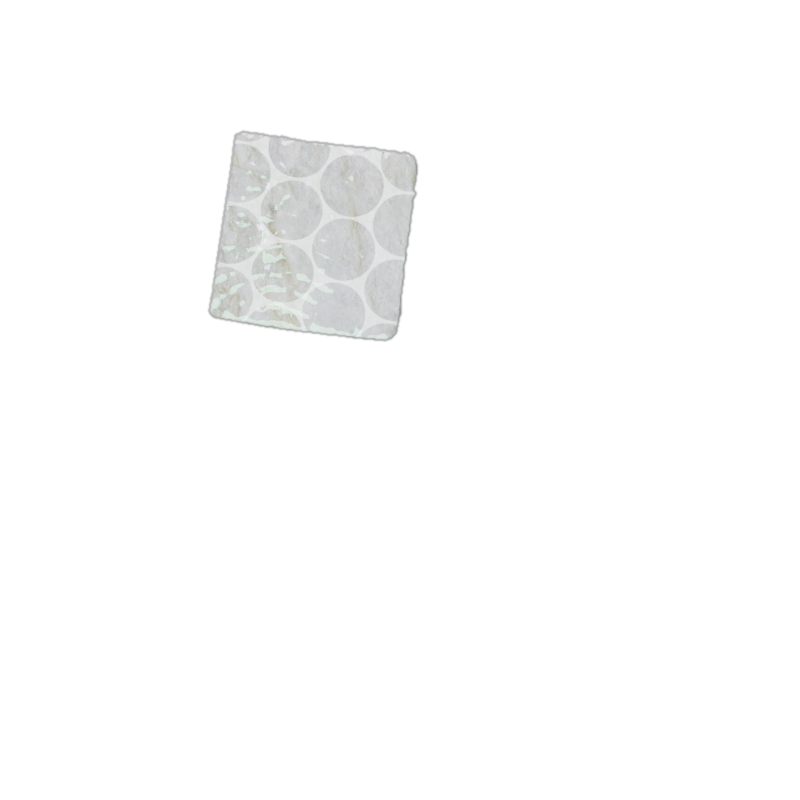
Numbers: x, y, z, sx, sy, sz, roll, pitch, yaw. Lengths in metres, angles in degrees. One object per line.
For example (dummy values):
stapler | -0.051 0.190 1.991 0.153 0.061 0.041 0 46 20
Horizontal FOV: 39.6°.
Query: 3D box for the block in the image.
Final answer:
block | -0.048 -0.088 0.620 0.090 0.090 0.208 7 5 -4
